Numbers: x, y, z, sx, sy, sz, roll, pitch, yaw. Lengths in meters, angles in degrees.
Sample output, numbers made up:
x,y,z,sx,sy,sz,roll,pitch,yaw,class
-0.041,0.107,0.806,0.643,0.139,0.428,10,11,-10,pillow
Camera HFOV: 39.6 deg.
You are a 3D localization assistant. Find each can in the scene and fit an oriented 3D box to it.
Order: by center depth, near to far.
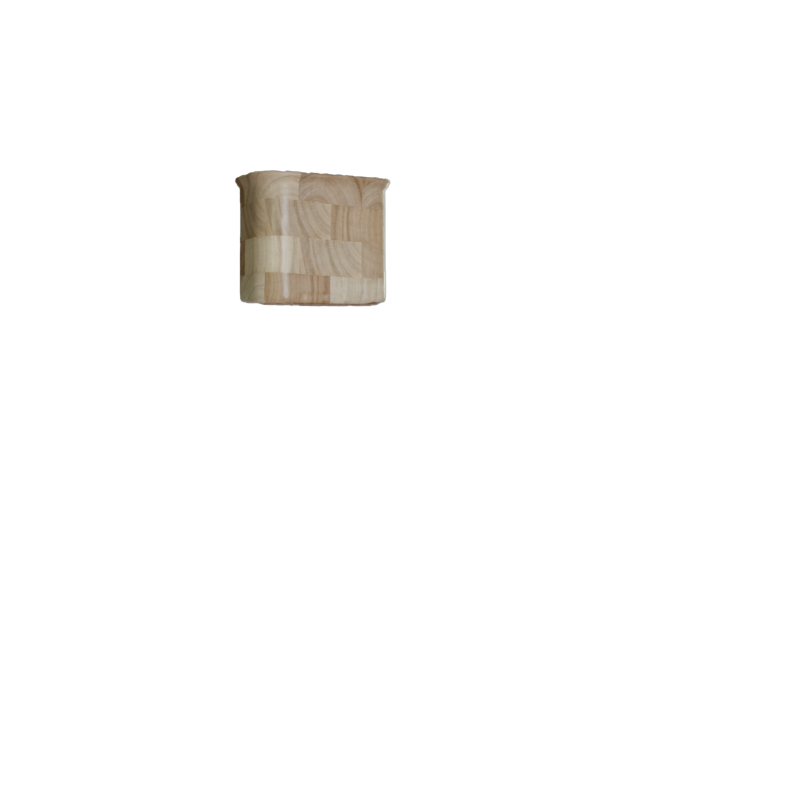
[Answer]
x,y,z,sx,sy,sz,roll,pitch,yaw,class
-0.058,-0.105,0.734,0.098,0.085,0.059,0,-2,-29,can
